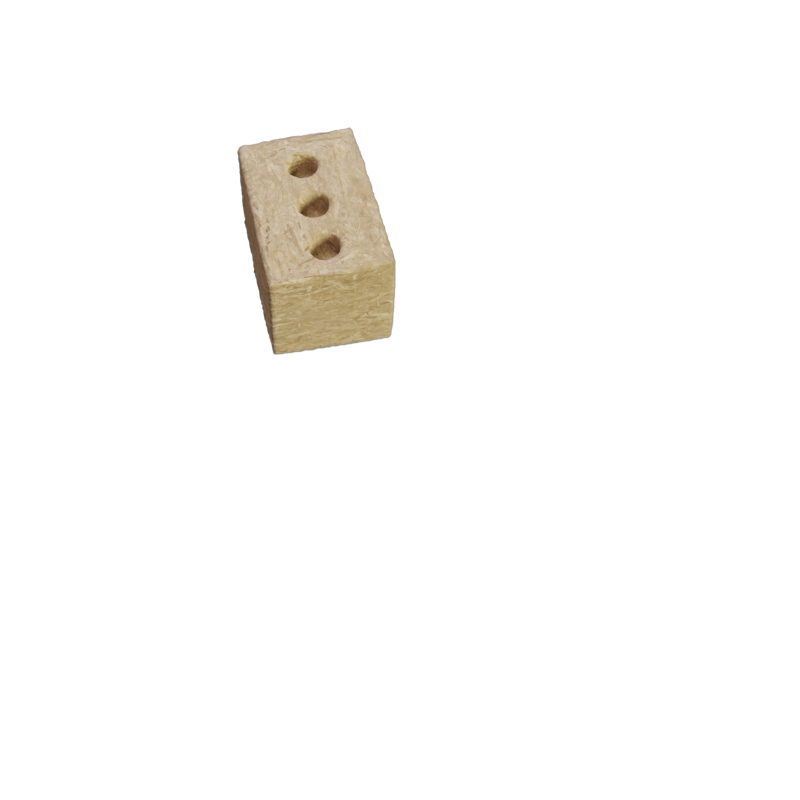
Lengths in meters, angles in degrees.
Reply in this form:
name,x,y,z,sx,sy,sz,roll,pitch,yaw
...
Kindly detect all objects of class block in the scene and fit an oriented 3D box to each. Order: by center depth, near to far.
name,x,y,z,sx,sy,sz,roll,pitch,yaw
block,-0.037,-0.067,0.472,0.052,0.084,0.048,-11,-34,-9
